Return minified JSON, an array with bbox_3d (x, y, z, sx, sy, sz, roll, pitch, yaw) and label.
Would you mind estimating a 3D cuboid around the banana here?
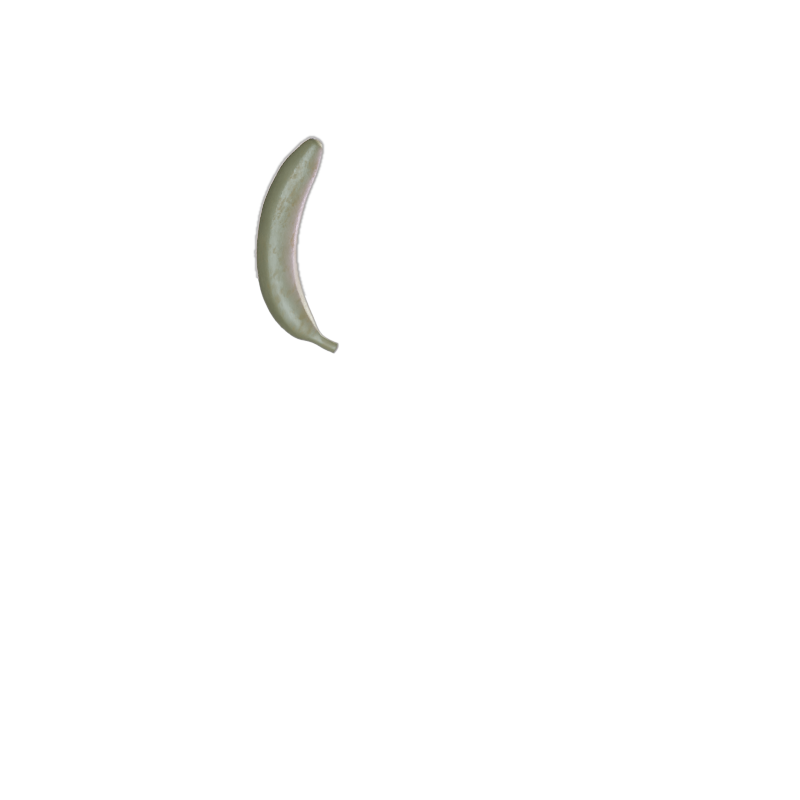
[{"bbox_3d":[-0.096,-0.137,0.998,0.070,0.191,0.038,-4,15,0],"label":"banana"}]
